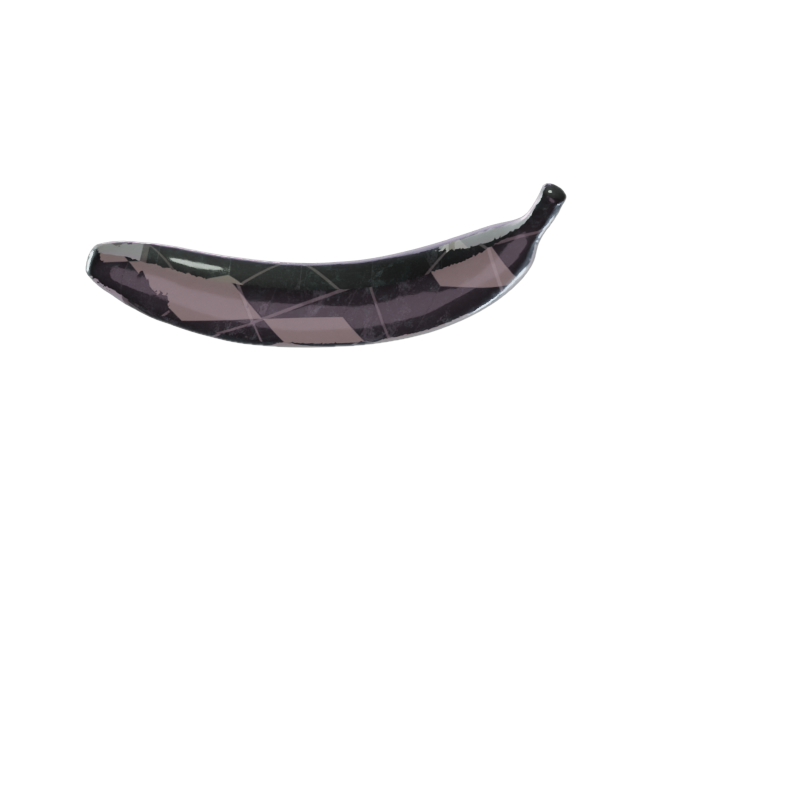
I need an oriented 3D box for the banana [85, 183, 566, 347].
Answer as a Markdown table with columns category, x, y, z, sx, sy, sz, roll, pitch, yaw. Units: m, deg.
| category | x | y | z | sx | sy | sz | roll | pitch | yaw |
| --- | --- | --- | --- | --- | --- | --- | --- | --- | --- |
| banana | -0.030 | -0.052 | 0.470 | 0.199 | 0.065 | 0.039 | -8 | 33 | 5 |
